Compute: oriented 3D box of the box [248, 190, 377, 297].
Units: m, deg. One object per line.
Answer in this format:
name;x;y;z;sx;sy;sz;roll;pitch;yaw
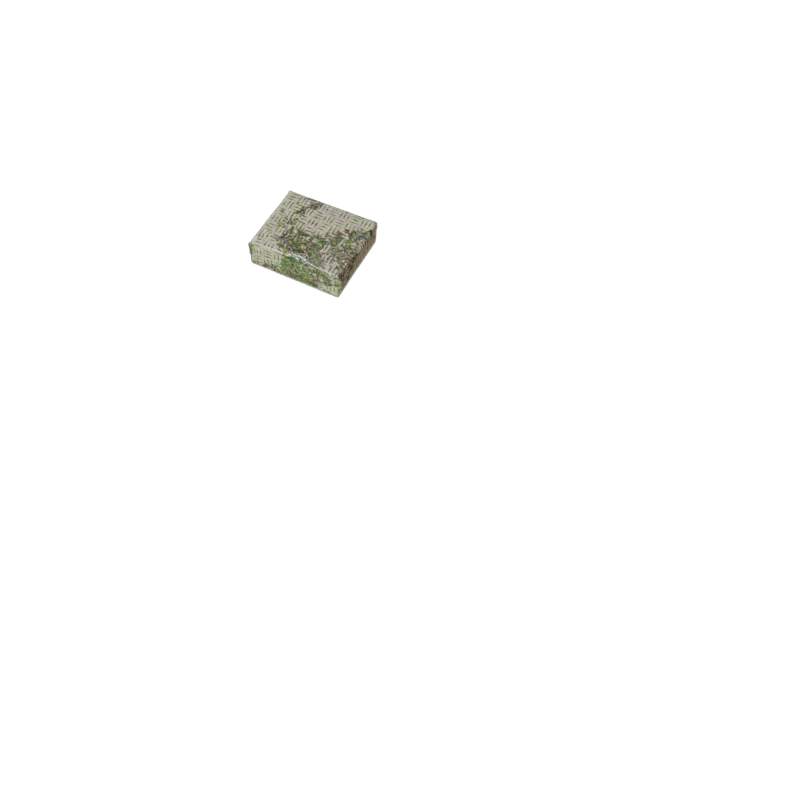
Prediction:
box;-0.075;-0.137;0.958;0.093;0.076;0.028;22;-36;17
